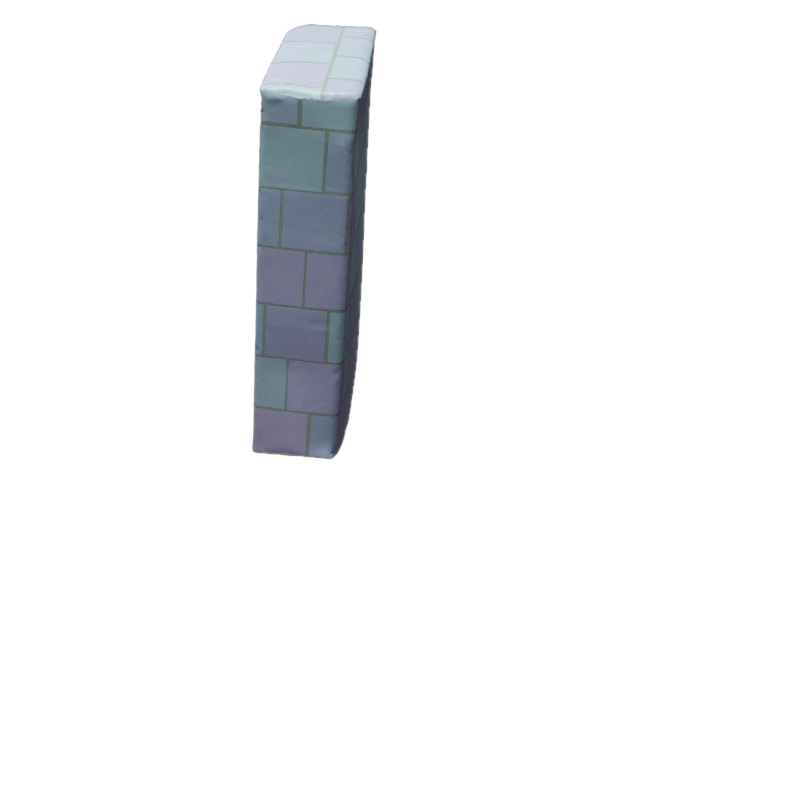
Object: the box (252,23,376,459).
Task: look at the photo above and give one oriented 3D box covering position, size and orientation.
[{"bbox_3d":[-0.039,-0.071,0.498,0.048,0.166,0.098,3,30,2],"label":"box"}]
